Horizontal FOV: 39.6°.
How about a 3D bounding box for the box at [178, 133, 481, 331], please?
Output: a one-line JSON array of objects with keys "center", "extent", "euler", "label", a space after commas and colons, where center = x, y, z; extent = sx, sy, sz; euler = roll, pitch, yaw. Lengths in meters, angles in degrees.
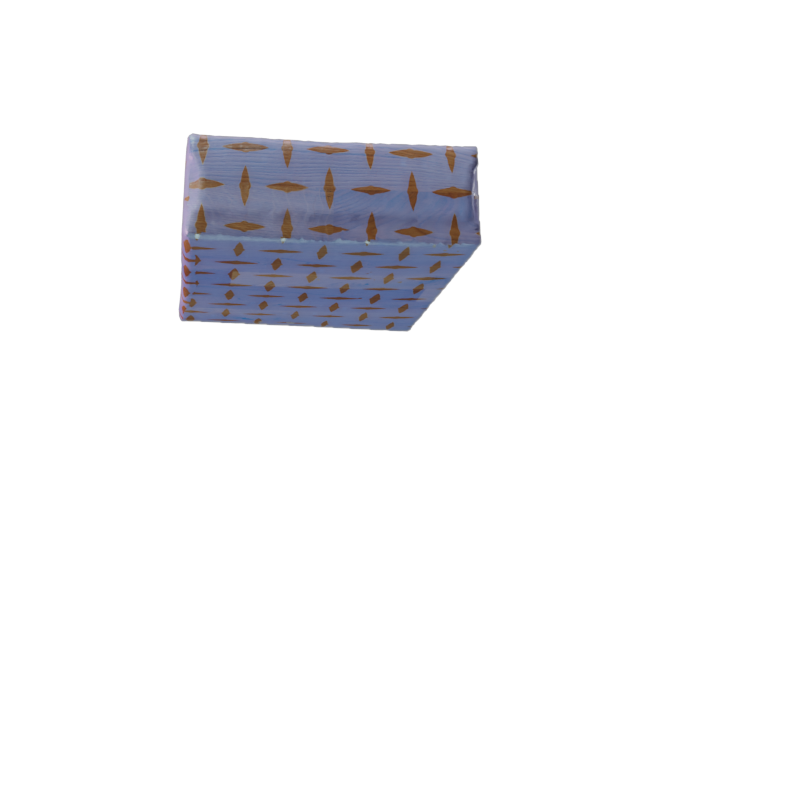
[{"center": [-0.024, -0.044, 0.309], "extent": [0.072, 0.031, 0.087], "euler": [2, -11, -10], "label": "box"}]
